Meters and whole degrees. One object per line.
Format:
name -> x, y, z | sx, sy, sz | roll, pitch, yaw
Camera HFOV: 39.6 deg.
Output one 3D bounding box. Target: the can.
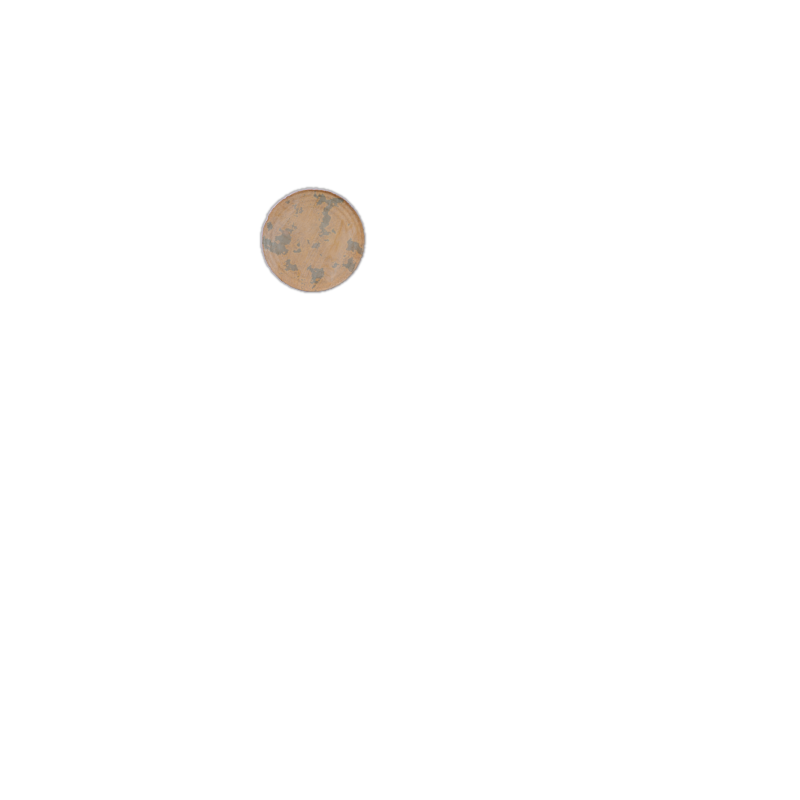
can -> -0.072, -0.132, 0.926 | 0.086, 0.087, 0.033 | 0, -3, -1
